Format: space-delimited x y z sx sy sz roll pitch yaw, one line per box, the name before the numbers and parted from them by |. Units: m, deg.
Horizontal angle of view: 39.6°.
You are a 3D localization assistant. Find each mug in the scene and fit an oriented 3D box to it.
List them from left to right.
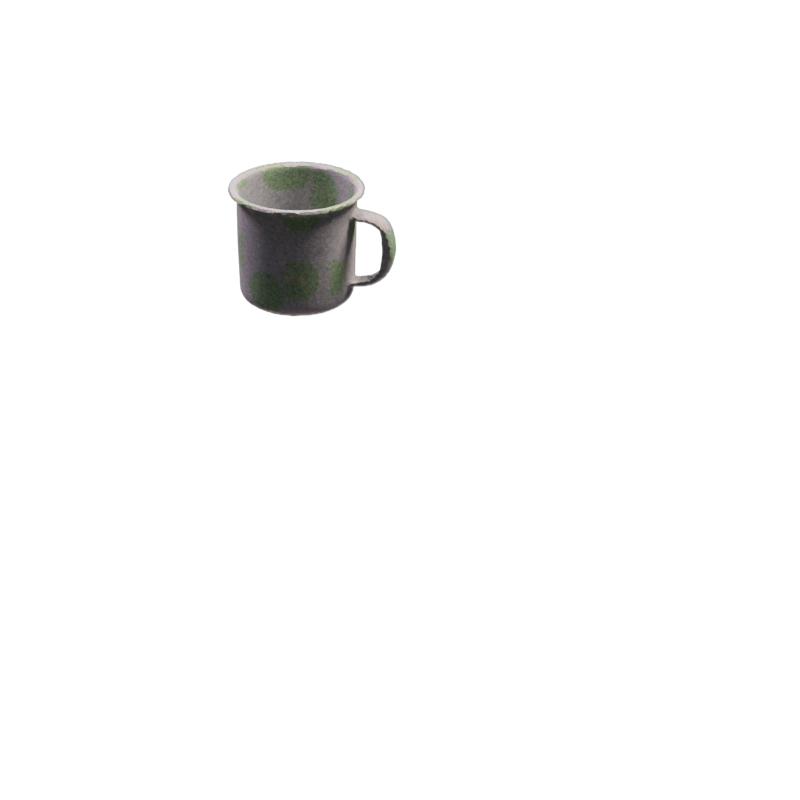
mug | -0.060 -0.109 0.765 0.120 0.077 0.096 9 30 13
